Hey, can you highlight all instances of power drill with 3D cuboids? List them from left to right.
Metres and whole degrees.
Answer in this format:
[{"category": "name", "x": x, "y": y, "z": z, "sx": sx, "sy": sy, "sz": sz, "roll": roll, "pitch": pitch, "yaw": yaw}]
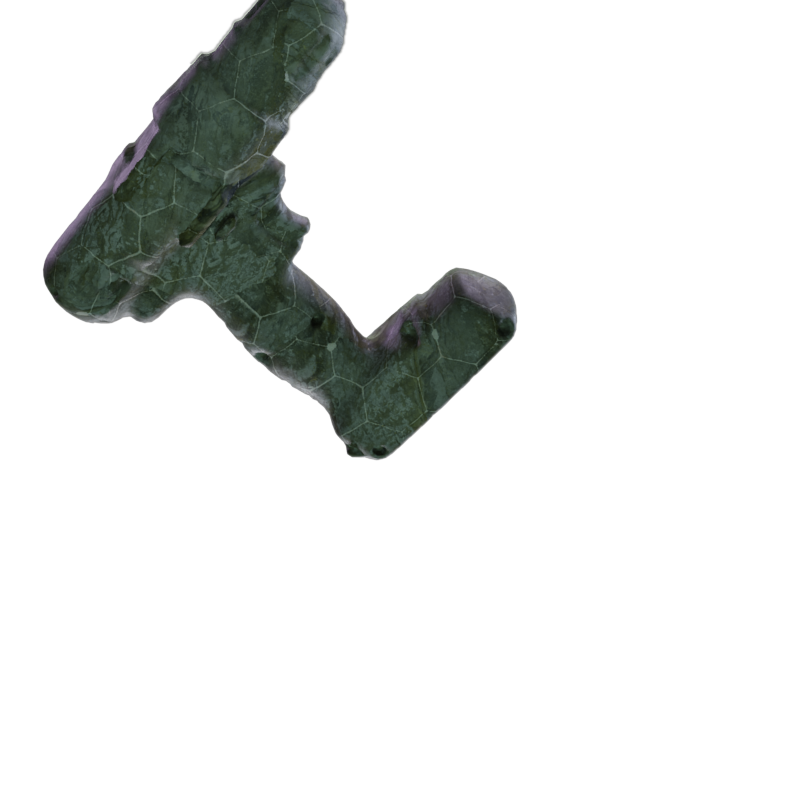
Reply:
[{"category": "power drill", "x": -0.039, "y": -0.071, "z": 0.500, "sx": 0.180, "sy": 0.181, "sz": 0.061, "roll": 37, "pitch": 22, "yaw": -18}]
